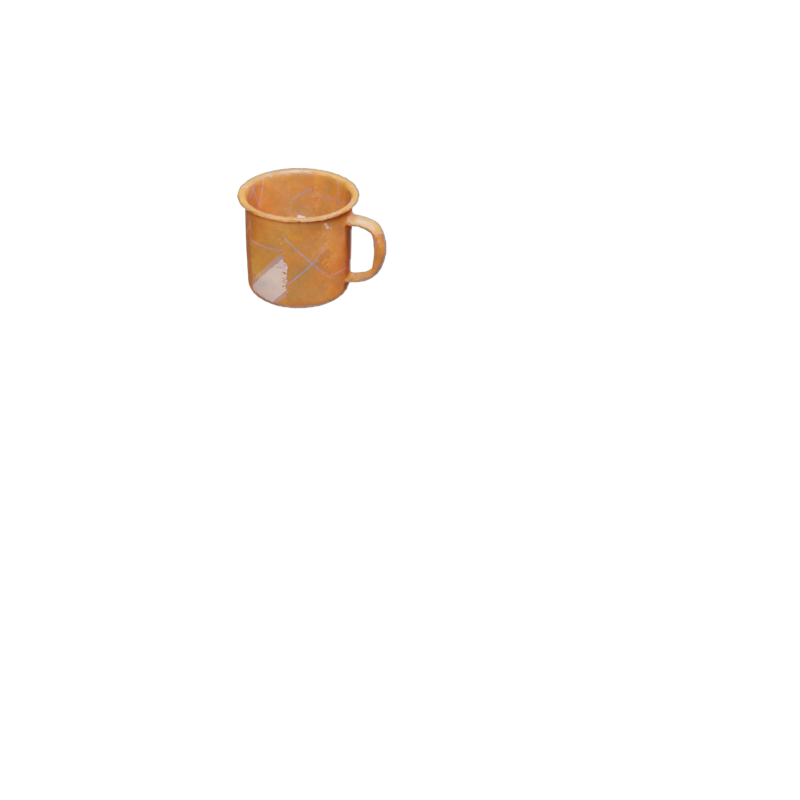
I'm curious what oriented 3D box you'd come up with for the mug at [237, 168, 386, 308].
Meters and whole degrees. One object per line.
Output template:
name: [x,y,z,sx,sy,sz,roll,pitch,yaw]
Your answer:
mug: [-0.067,-0.123,0.858,0.120,0.077,0.097,10,33,14]
